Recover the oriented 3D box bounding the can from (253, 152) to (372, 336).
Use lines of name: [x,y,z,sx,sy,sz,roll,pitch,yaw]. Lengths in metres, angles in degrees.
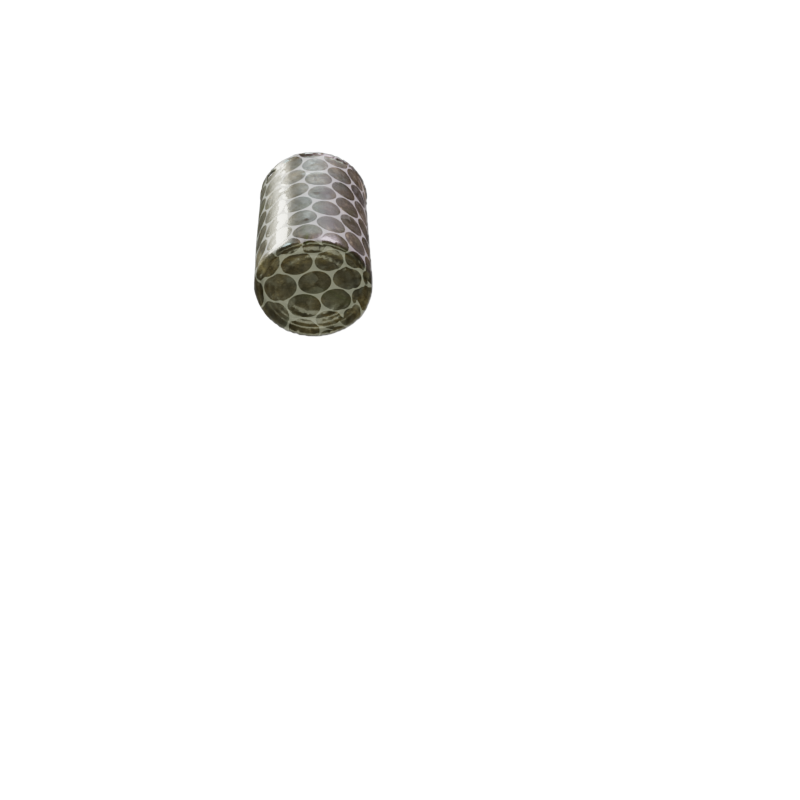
can: [-0.052,-0.094,0.659,0.068,0.064,0.109,-1,37,-3]
